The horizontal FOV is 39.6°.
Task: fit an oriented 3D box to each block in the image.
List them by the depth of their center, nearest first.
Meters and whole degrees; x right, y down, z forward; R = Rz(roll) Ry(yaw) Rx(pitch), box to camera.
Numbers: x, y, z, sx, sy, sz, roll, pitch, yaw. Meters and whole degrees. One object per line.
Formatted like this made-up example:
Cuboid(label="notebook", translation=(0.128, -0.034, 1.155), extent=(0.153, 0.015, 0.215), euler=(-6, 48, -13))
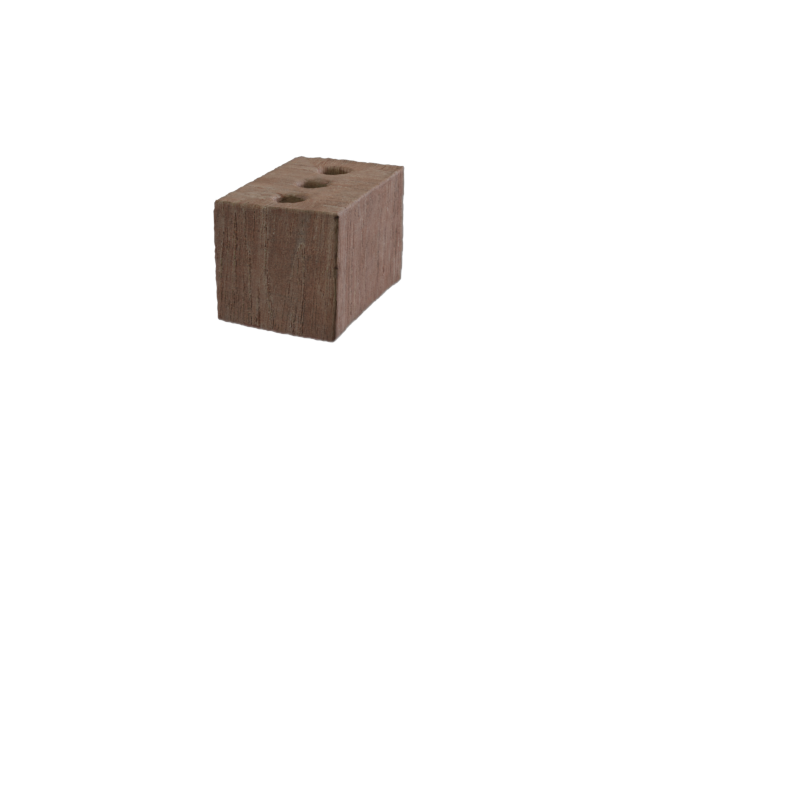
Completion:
Cuboid(label="block", translation=(-0.035, -0.064, 0.452), extent=(0.054, 0.049, 0.079), euler=(9, 25, 18))
